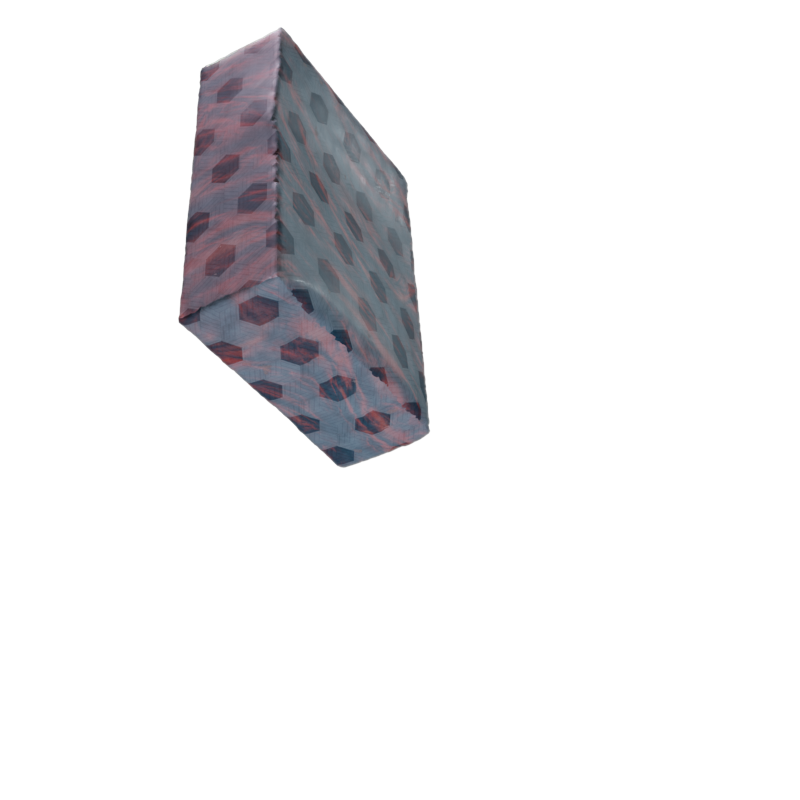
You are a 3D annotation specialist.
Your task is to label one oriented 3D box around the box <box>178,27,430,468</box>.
[{"bbox_3d":[-0.052,-0.095,0.665,0.072,0.230,0.152,-23,-44,22],"label":"box"}]
